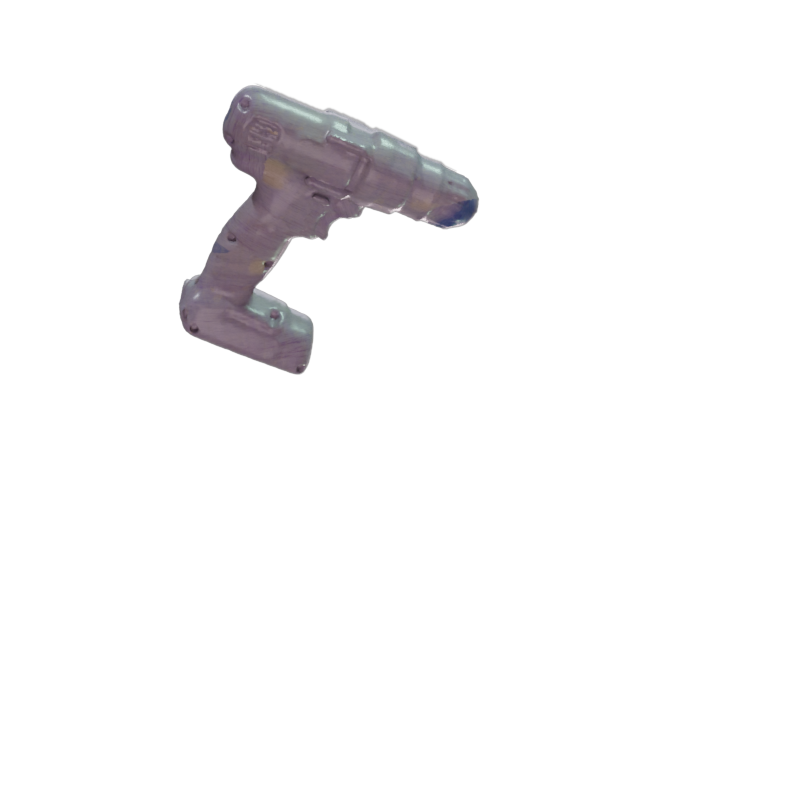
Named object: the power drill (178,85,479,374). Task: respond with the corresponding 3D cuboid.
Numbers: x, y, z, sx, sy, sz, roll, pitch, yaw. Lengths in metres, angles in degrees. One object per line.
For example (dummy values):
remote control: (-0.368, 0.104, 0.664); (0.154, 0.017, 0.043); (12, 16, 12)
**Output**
power drill: (-0.061, -0.111, 0.778); (0.180, 0.181, 0.061); (23, 25, -12)
